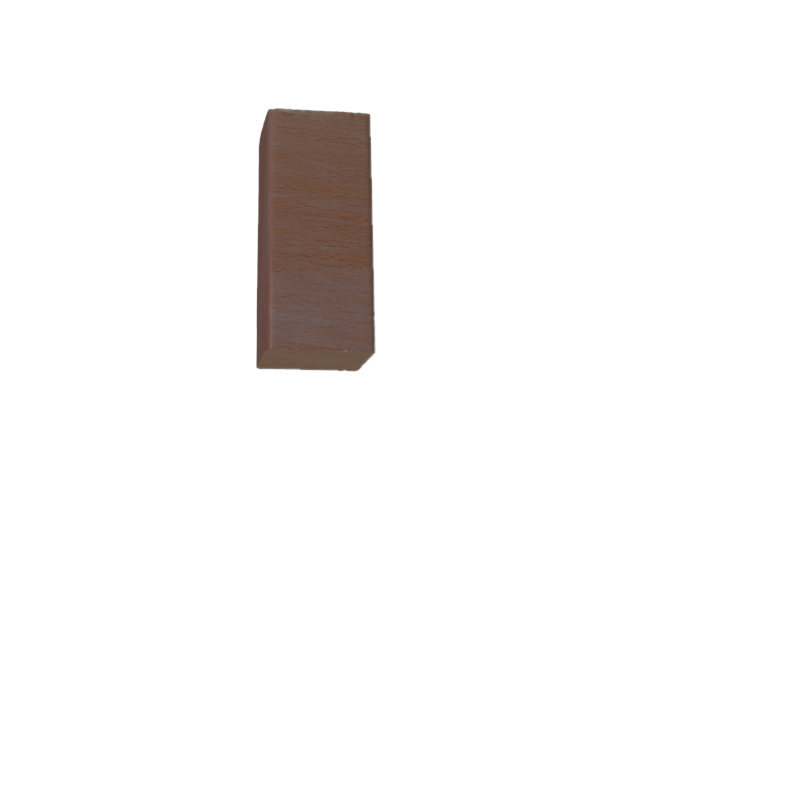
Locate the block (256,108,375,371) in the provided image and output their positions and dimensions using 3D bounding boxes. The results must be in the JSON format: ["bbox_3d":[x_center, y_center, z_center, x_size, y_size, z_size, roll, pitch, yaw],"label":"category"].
[{"bbox_3d":[-0.074,-0.135,0.946,0.089,0.214,0.088,2,-16,-10],"label":"block"}]
